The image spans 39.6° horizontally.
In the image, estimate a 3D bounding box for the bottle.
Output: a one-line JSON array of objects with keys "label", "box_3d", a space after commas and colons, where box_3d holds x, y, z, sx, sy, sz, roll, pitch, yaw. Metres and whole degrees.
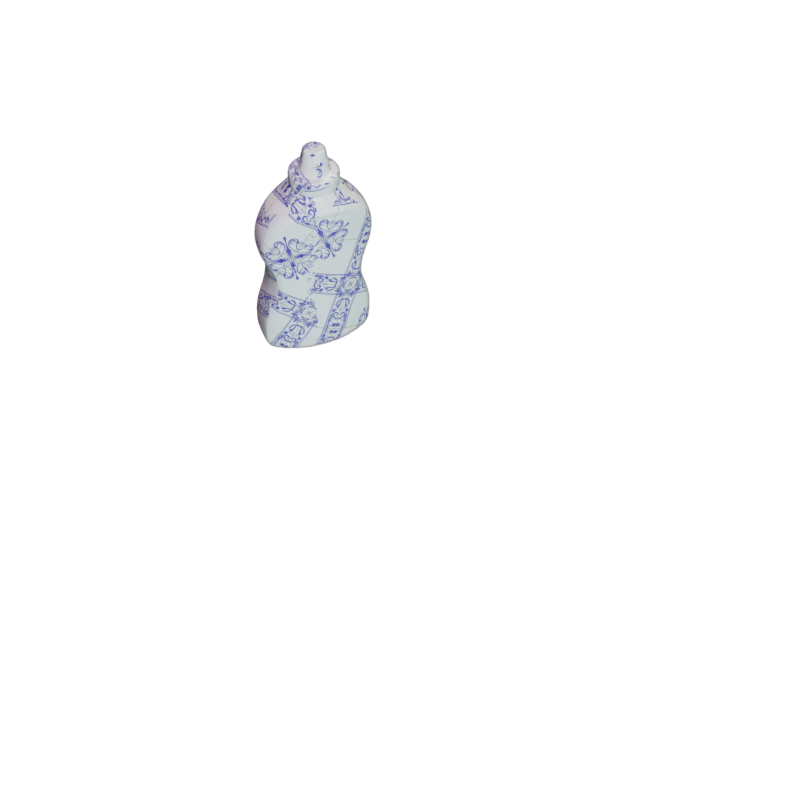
[{"label": "bottle", "box_3d": [-0.071, -0.130, 0.912, 0.095, 0.179, 0.063, -13, 46, -16]}]
